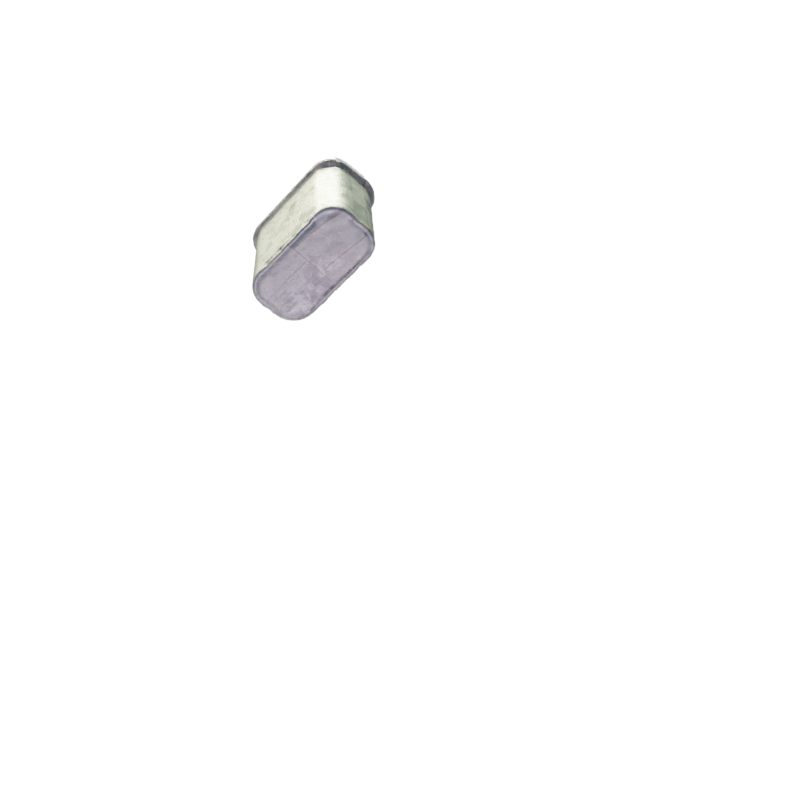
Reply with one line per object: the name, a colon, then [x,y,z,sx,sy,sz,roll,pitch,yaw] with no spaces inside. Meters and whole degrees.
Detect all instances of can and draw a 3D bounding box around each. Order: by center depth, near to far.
can: [-0.064,-0.117,0.822,0.055,0.100,0.089,38,22,-23]
